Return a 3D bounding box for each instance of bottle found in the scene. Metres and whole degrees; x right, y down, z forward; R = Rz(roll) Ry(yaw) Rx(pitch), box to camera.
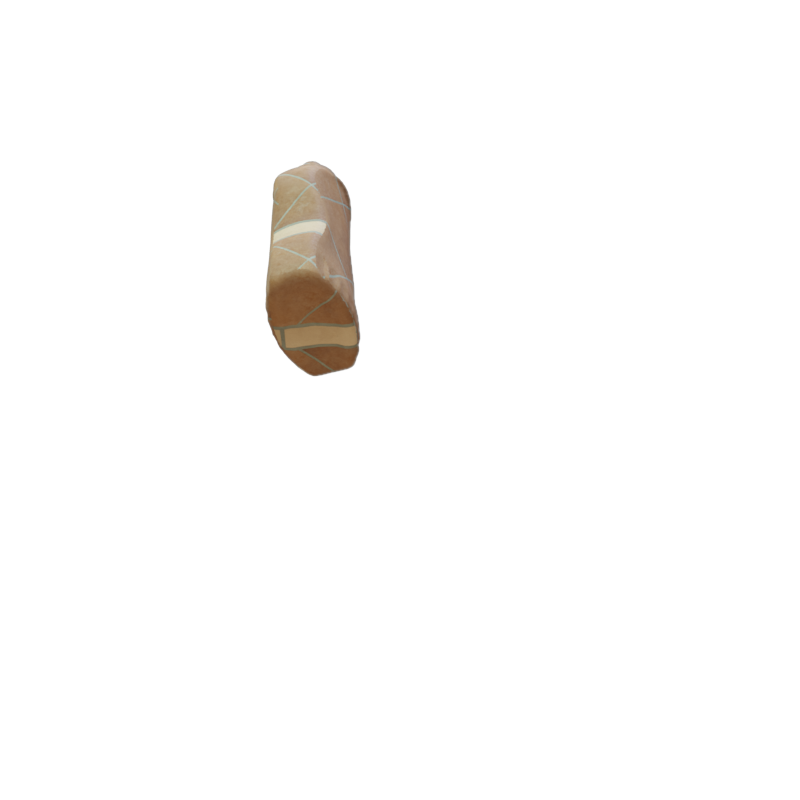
[{"bbox_3d":[-0.064,-0.115,0.808,0.059,0.089,0.206,-16,41,10],"label":"bottle"}]
